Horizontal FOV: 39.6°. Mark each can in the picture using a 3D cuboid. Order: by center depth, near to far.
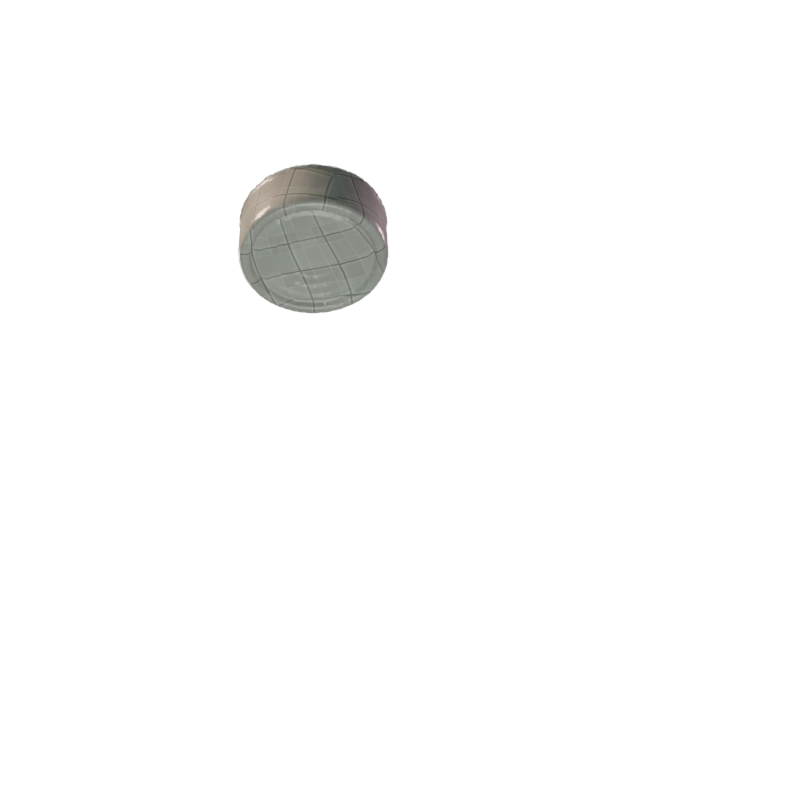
[{"bbox_3d":[-0.049,-0.090,0.632,0.086,0.080,0.036,1,43,-1],"label":"can"}]
